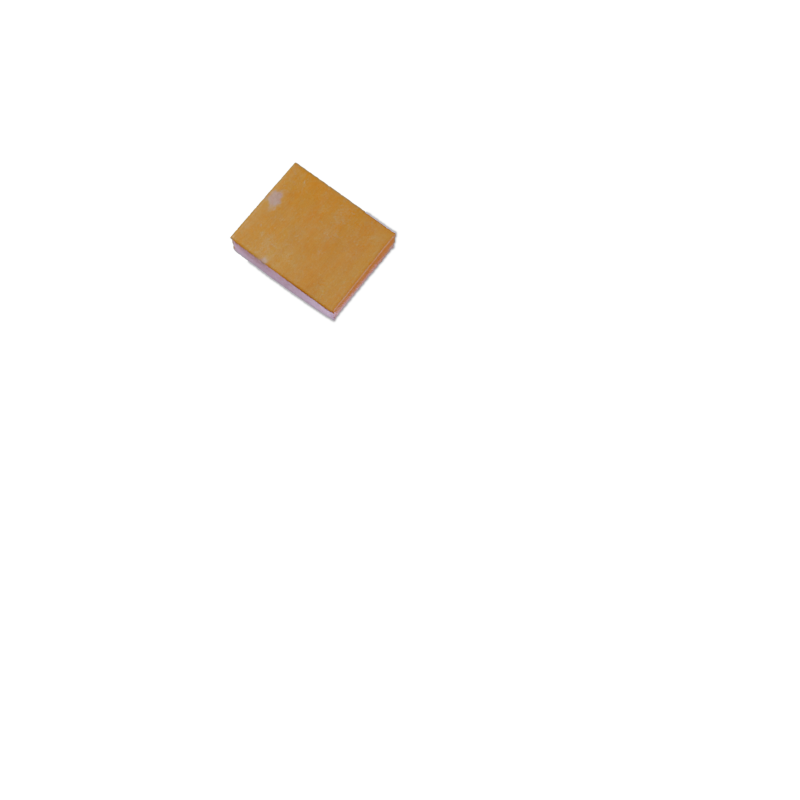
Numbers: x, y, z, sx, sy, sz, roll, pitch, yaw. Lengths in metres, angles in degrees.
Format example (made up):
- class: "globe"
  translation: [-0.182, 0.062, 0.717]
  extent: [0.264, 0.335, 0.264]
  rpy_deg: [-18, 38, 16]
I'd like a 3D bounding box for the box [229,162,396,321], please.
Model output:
- class: "box"
  translation: [-0.074, -0.135, 0.948]
  extent: [0.117, 0.091, 0.037]
  rpy_deg: [36, -15, 11]
